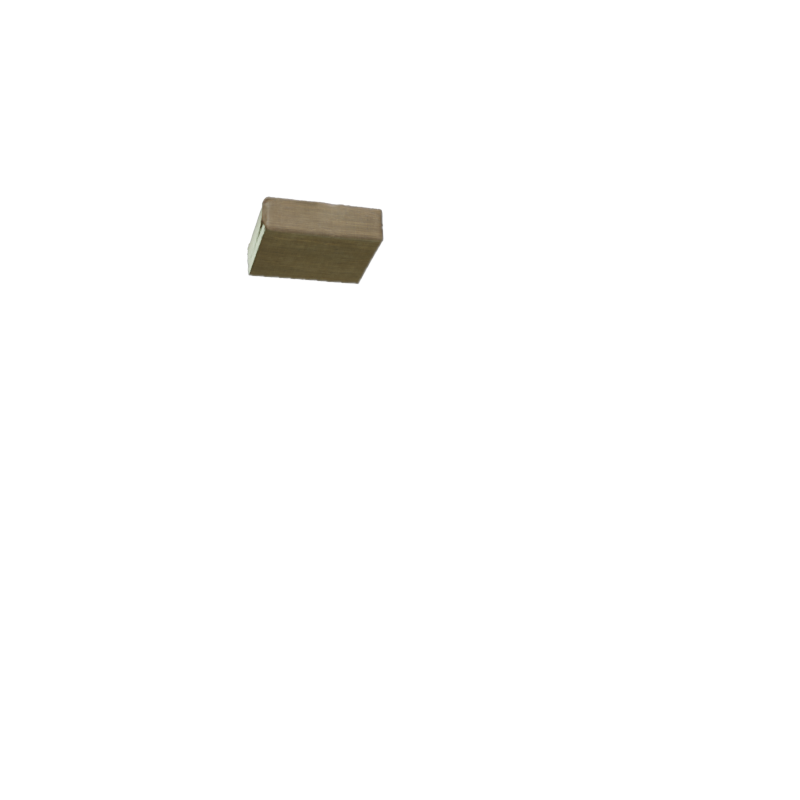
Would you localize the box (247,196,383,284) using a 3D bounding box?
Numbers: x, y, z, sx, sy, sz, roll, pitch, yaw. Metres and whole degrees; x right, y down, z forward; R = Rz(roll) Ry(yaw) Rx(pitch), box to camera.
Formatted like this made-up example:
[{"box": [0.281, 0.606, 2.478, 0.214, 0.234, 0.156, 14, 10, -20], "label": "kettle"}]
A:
[{"box": [-0.064, -0.117, 0.818, 0.088, 0.032, 0.070, 5, -24, -12], "label": "box"}]
